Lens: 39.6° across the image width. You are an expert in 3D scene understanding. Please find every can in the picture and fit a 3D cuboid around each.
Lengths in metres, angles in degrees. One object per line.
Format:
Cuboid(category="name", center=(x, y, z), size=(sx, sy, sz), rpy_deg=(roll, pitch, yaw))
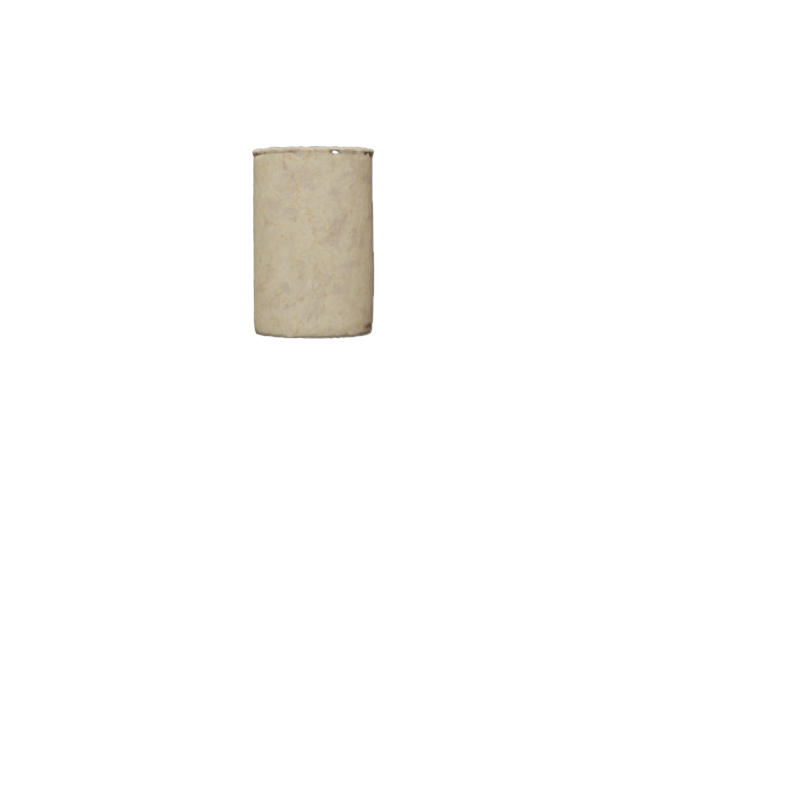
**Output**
Cuboid(category="can", center=(-0.048, -0.088, 0.617), size=(0.068, 0.102, 0.069), rpy_deg=(0, 3, -2))
